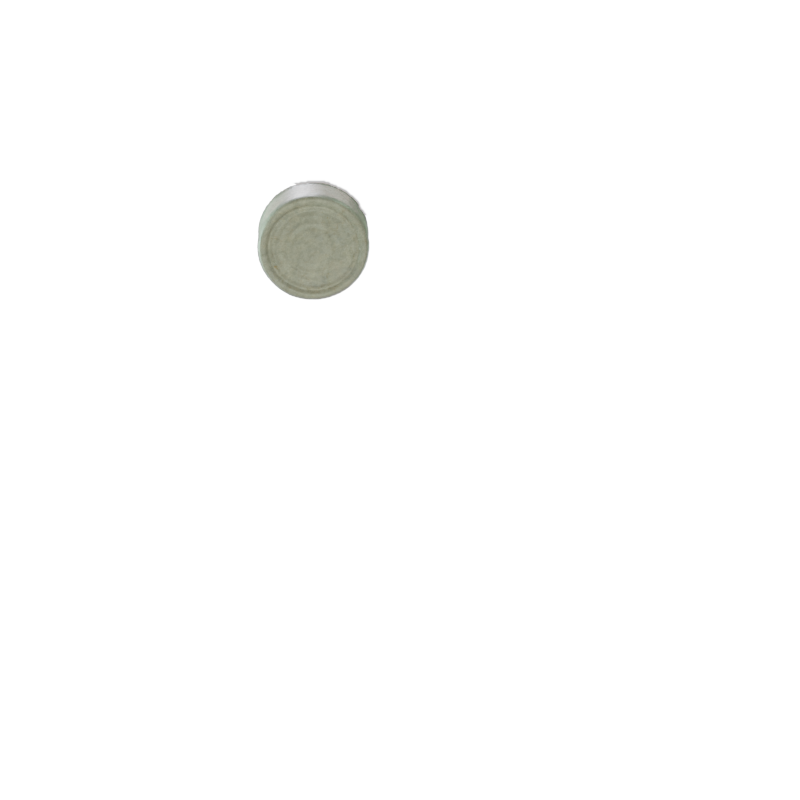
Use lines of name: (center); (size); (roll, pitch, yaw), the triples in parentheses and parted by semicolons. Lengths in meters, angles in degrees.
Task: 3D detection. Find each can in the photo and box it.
can: (-0.066, -0.121, 0.846); (0.086, 0.082, 0.035); (1, 23, -1)
